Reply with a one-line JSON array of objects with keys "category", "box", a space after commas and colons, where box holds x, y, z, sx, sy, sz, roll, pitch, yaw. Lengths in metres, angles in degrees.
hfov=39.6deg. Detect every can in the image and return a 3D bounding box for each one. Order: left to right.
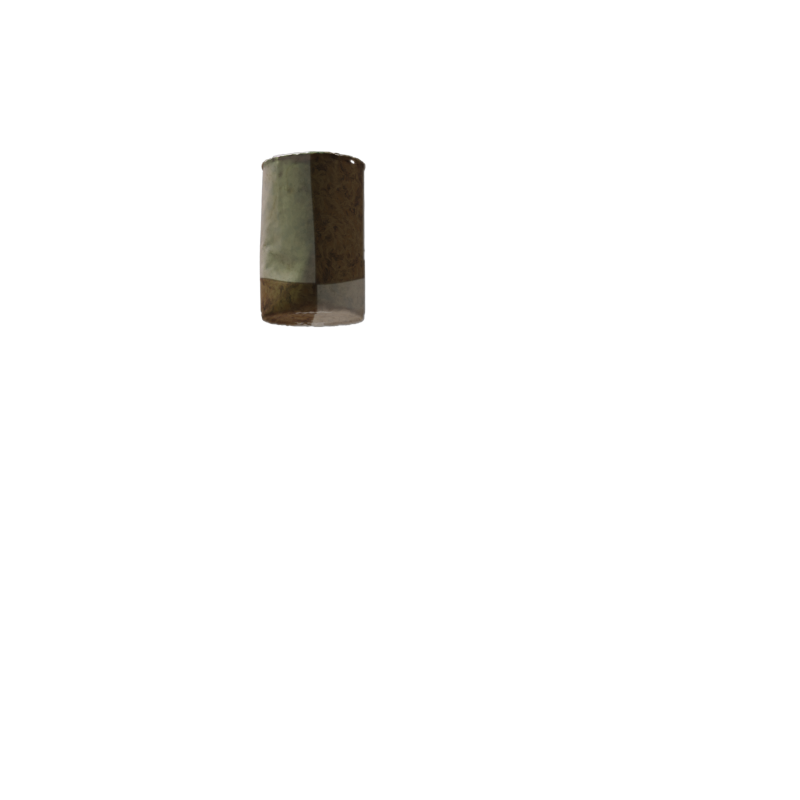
[{"category": "can", "box": [-0.056, -0.102, 0.711, 0.068, 0.105, 0.067, 0, -9, -2]}]
